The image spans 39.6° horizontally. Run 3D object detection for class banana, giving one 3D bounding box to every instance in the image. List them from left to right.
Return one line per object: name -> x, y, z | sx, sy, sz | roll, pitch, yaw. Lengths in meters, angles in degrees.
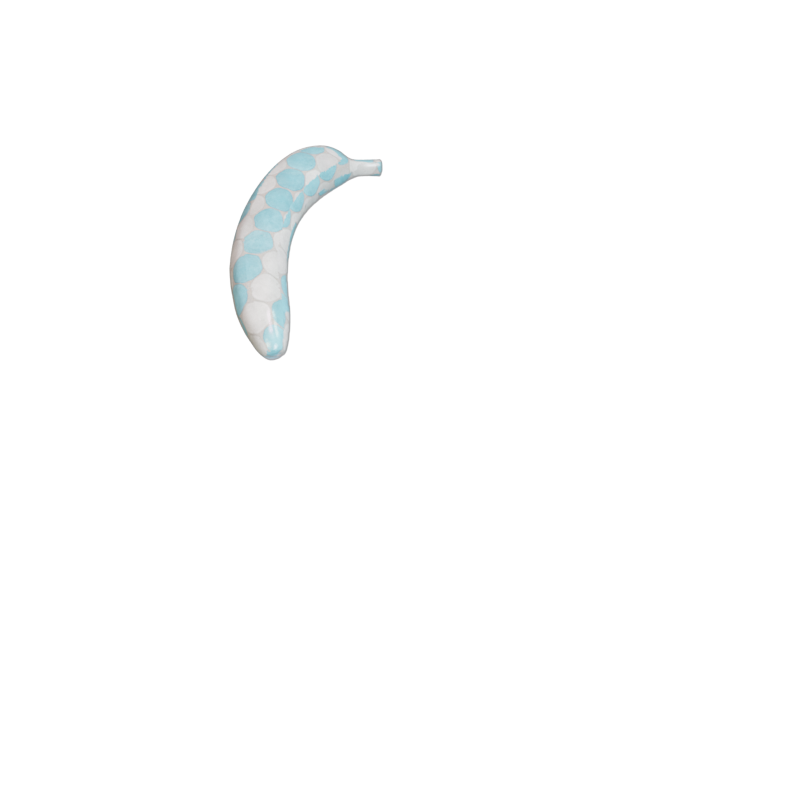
banana -> -0.073, -0.111, 0.725 | 0.071, 0.207, 0.034 | 14, -40, 11
